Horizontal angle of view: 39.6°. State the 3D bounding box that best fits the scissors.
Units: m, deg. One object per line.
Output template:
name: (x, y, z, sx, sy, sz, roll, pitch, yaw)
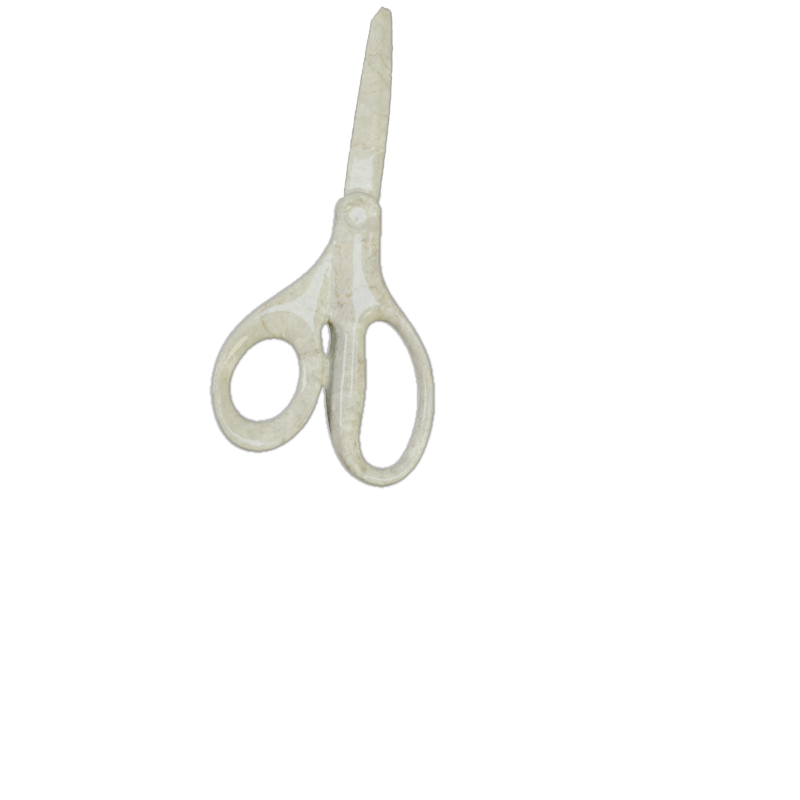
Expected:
scissors: (-0.035, -0.065, 0.453, 0.096, 0.210, 0.015, -8, -16, -2)
